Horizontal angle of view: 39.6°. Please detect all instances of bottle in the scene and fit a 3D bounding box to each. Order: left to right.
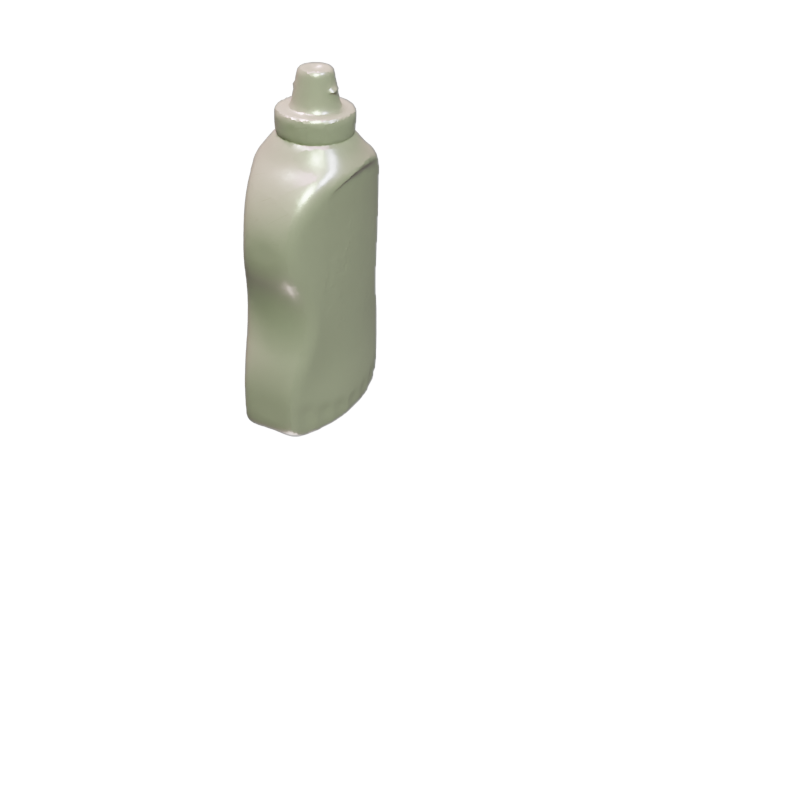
[{"bbox_3d":[-0.045,-0.083,0.583,0.061,0.181,0.097,17,33,24],"label":"bottle"}]
